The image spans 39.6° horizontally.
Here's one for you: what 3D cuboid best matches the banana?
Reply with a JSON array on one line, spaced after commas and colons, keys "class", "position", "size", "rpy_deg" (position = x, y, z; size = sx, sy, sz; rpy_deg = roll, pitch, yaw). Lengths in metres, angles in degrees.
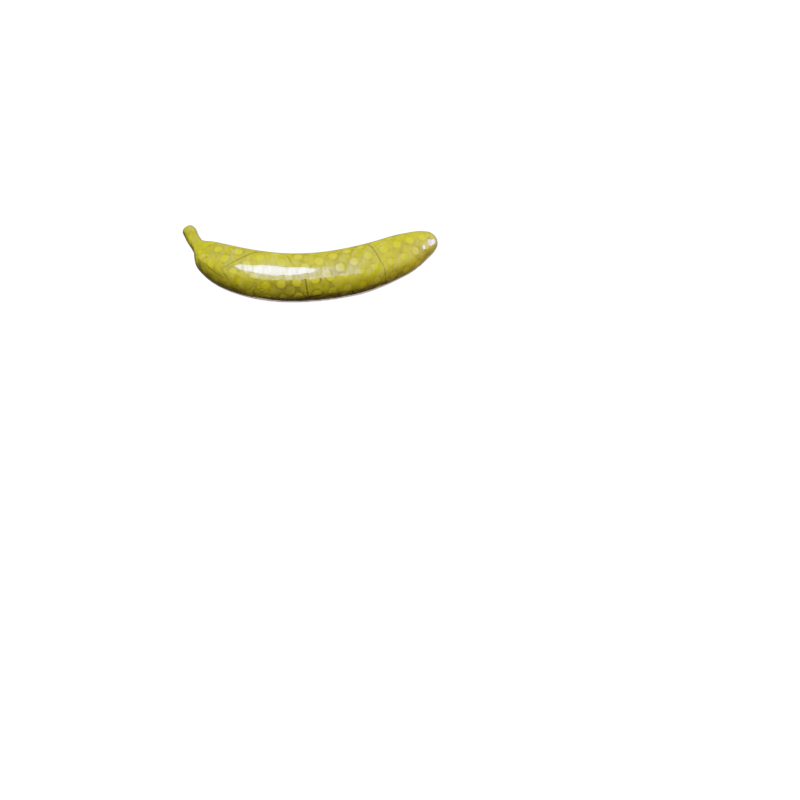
[{"class": "banana", "position": [-0.070, -0.104, 0.836], "size": [0.198, 0.074, 0.034], "rpy_deg": [3, -30, 2]}]
